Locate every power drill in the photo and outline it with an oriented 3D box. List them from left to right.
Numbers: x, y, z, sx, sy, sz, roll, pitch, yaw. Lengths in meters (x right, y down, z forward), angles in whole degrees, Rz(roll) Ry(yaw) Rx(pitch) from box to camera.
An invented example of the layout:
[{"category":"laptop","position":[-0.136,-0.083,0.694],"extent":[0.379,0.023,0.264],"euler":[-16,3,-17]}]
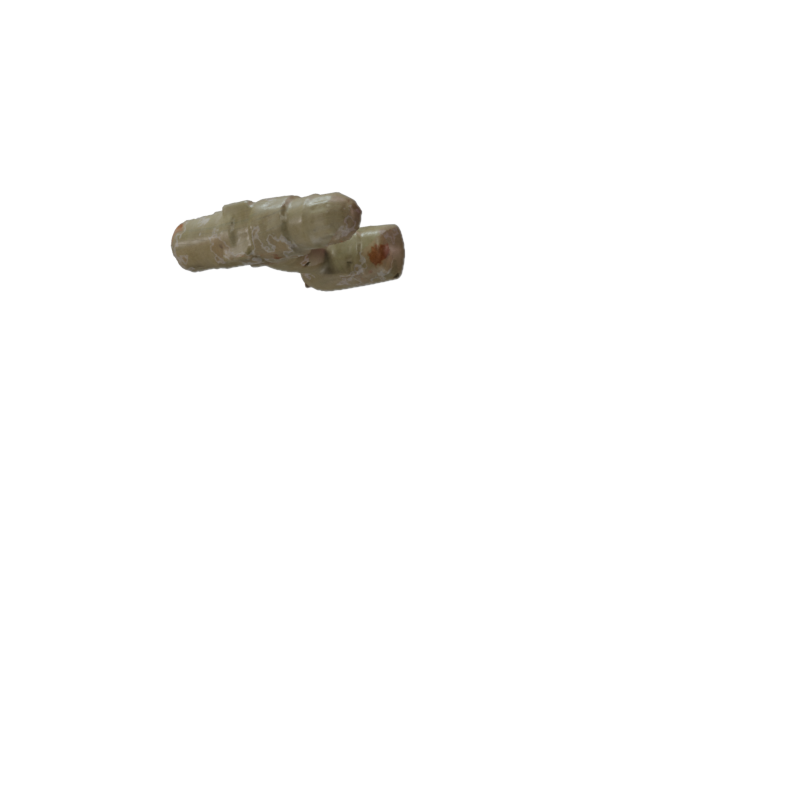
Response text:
[{"category":"power drill","position":[-0.075,-0.137,0.959],"extent":[0.190,0.058,0.178],"euler":[-3,-5,34]}]
